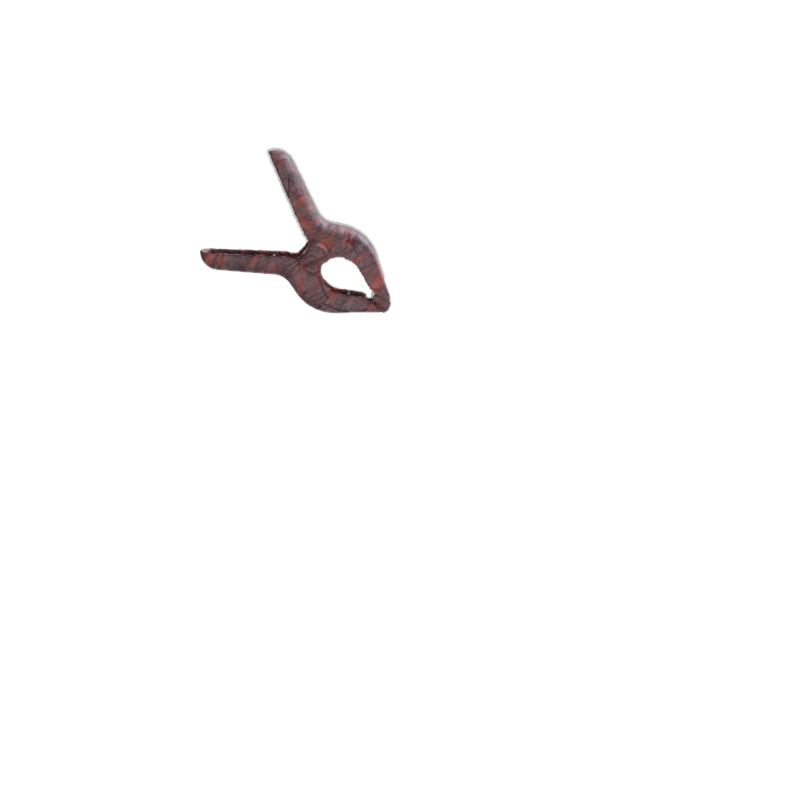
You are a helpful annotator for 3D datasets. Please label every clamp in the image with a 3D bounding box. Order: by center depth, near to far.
[{"bbox_3d":[-0.076,-0.139,0.972,0.168,0.117,0.041,25,18,-9],"label":"clamp"}]
